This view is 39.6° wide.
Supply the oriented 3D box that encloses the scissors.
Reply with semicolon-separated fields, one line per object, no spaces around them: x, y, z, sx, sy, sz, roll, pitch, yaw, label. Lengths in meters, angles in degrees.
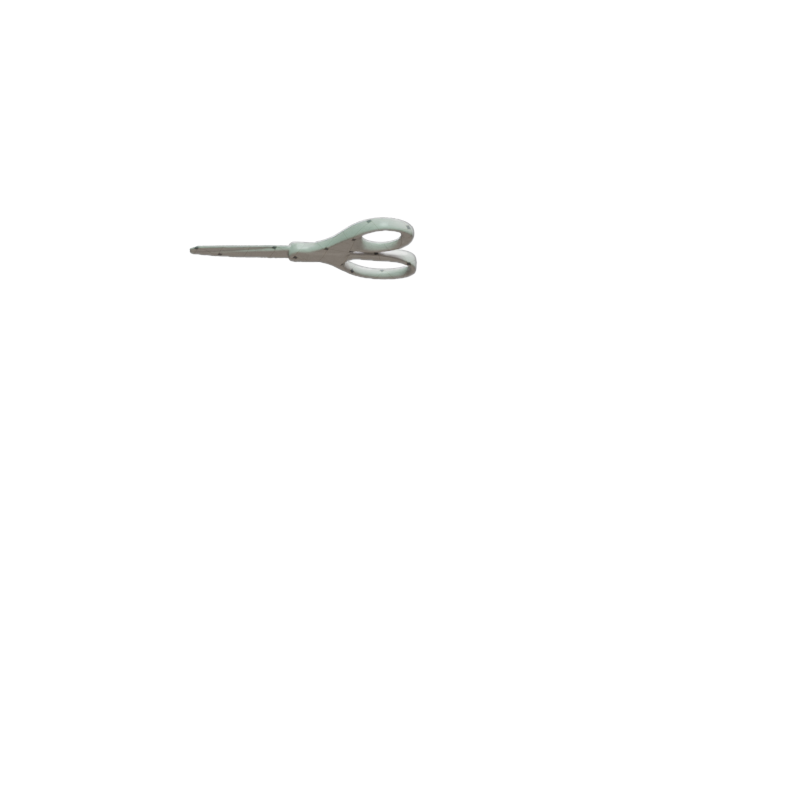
-0.076;-0.138;0.968;0.197;0.017;0.093;8;-28;-15;scissors
